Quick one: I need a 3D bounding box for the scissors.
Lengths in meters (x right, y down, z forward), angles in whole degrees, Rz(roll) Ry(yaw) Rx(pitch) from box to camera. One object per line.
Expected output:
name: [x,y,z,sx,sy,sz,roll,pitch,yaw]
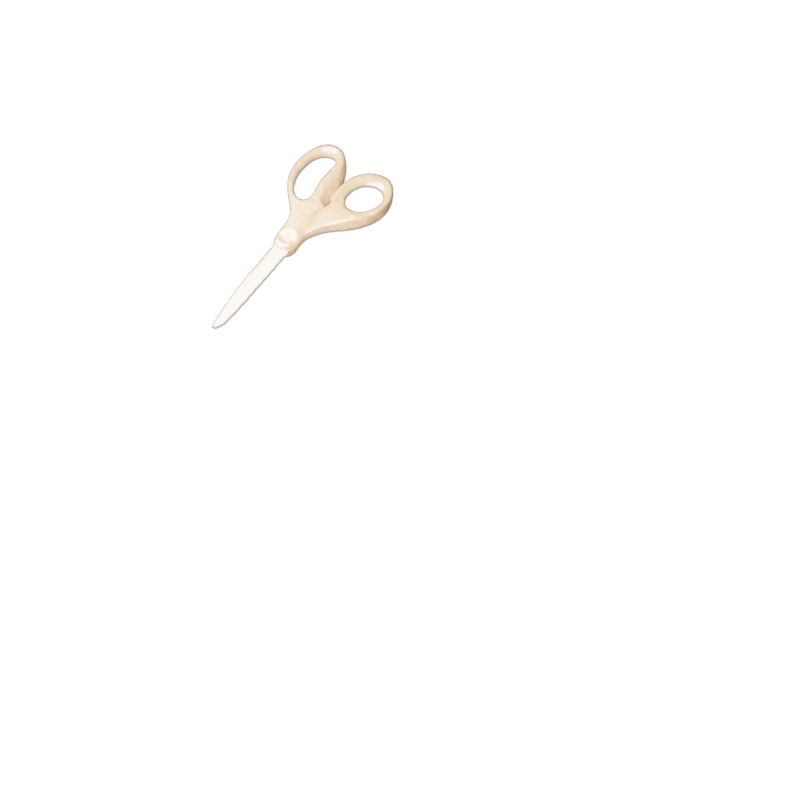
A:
scissors: [-0.068,-0.123,0.865,0.098,0.212,0.015,11,-36,8]
